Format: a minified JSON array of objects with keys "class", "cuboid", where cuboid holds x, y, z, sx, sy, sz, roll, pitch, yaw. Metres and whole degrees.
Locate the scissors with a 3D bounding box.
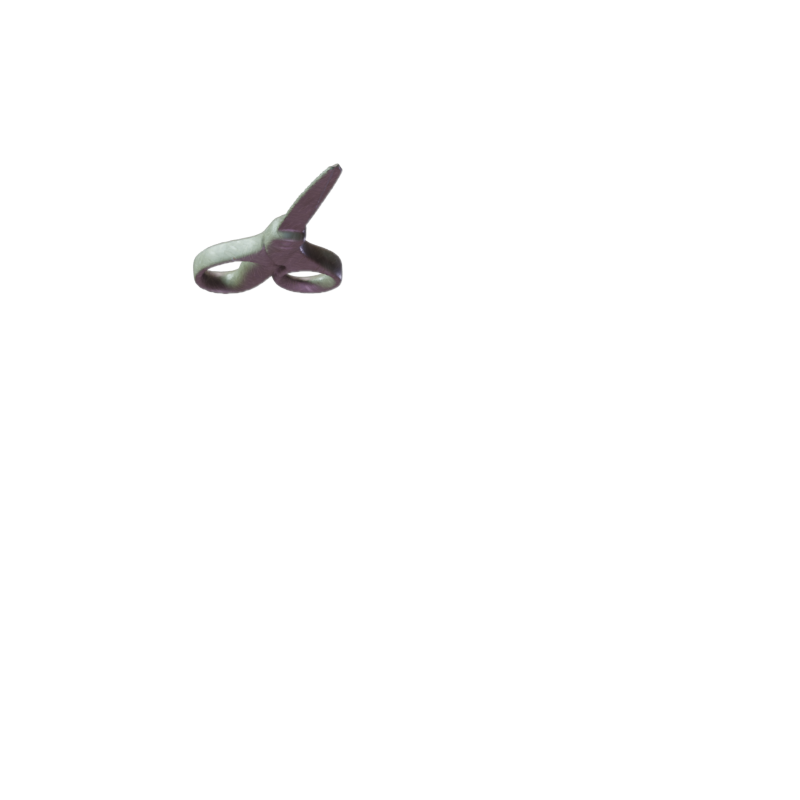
[{"class":"scissors","cuboid":[-0.047,-0.085,0.598,0.092,0.016,0.204,6,-12,-32]}]
